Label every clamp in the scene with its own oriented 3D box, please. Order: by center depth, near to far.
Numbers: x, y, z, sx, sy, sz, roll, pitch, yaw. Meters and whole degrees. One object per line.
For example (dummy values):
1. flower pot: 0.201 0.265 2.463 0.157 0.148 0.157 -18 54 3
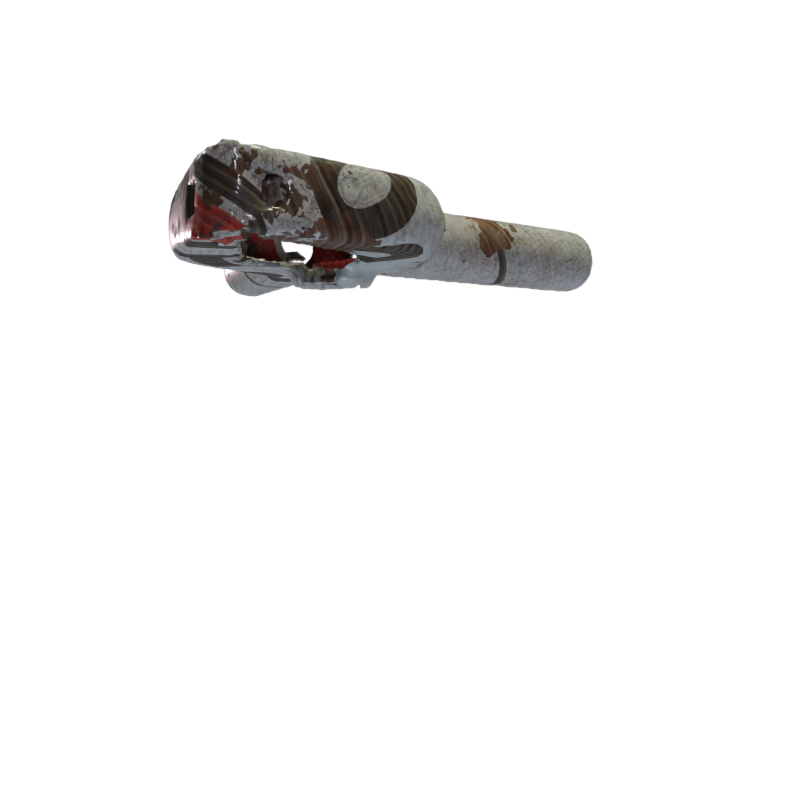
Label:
1. clamp: -0.032 -0.059 0.415 0.169 0.037 0.202 0 0 25
